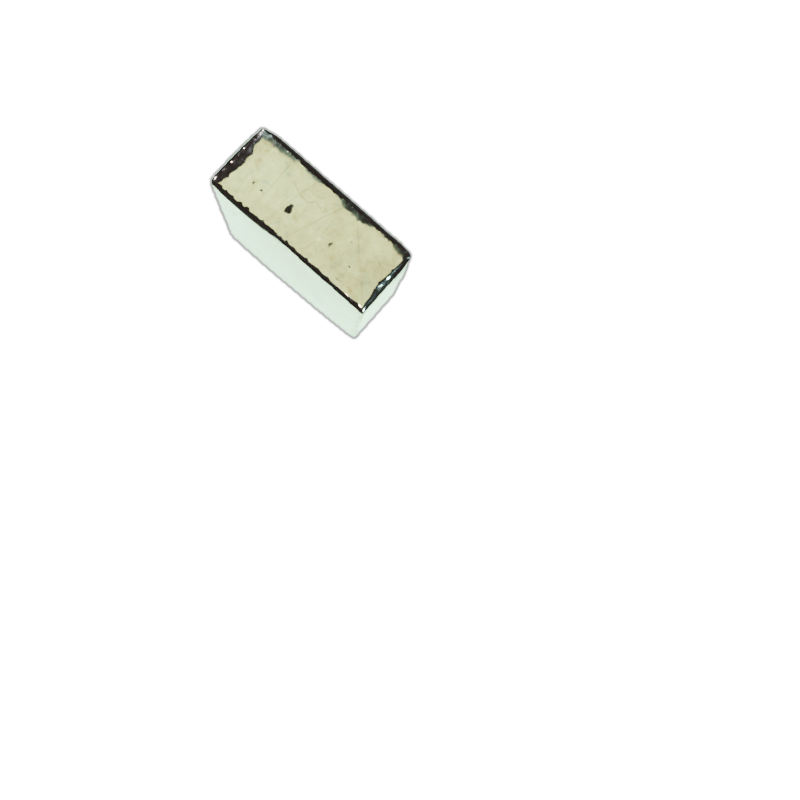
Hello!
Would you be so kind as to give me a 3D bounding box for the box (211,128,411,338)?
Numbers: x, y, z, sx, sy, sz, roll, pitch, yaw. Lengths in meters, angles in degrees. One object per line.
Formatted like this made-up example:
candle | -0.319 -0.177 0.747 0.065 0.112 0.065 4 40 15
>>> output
box | -0.077 -0.140 0.980 0.166 0.072 0.210 41 -6 2
